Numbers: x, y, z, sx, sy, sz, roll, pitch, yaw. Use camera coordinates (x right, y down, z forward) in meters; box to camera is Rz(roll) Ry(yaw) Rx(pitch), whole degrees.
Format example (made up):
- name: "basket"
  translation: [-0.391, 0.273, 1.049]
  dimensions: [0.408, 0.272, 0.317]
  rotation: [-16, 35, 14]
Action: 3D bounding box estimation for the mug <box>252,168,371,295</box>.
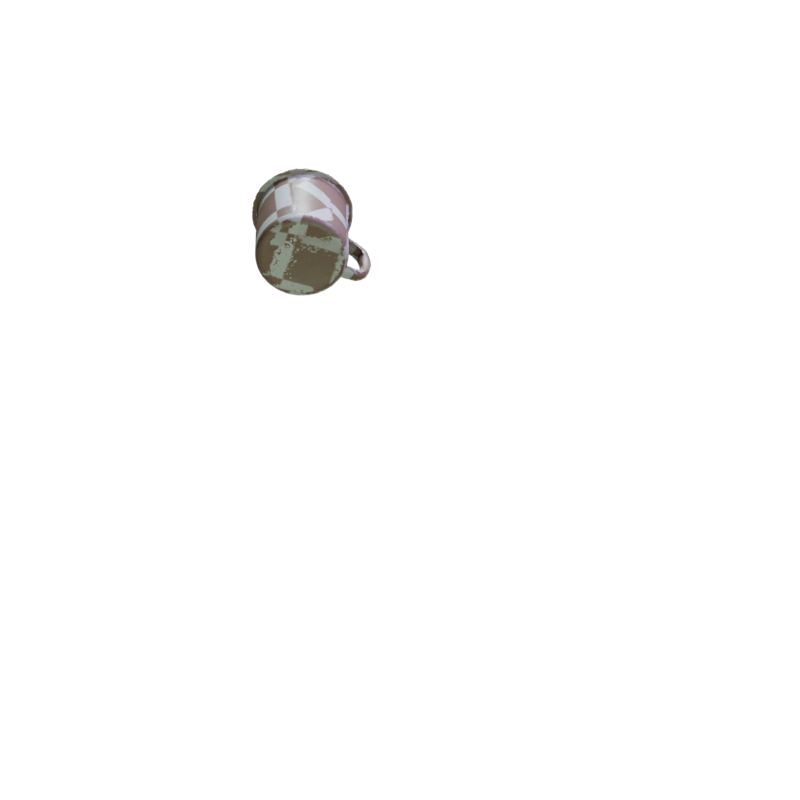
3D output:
- name: "mug"
  translation: [-0.077, -0.141, 0.989]
  dimensions: [0.112, 0.091, 0.087]
  rotation: [30, 29, -20]
